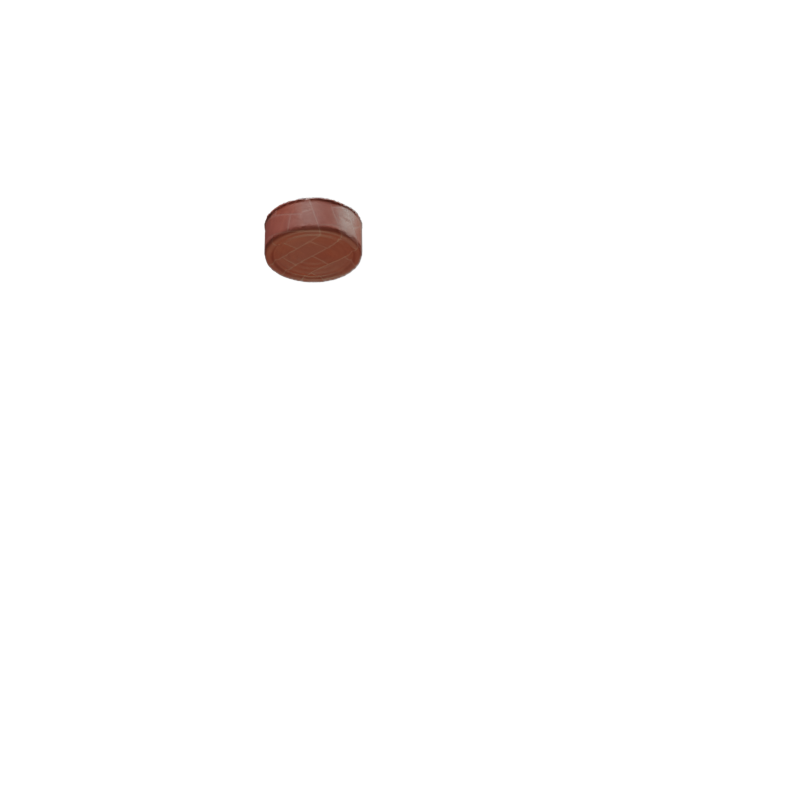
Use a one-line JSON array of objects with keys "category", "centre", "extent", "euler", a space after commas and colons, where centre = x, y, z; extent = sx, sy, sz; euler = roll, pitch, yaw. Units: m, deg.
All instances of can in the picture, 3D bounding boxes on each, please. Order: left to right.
[{"category": "can", "centre": [-0.075, -0.137, 0.959], "extent": [0.086, 0.036, 0.081], "euler": [1, -29, -2]}]
